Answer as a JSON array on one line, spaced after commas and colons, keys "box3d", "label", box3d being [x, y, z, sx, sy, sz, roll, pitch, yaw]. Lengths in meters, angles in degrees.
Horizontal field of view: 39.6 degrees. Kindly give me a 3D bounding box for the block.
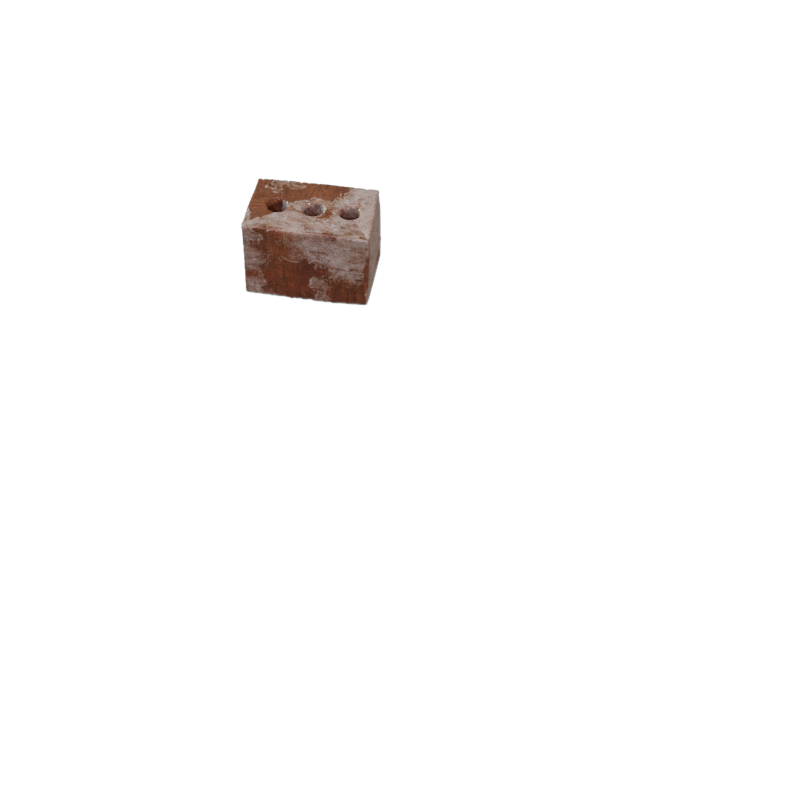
[{"box3d": [-0.053, -0.096, 0.674, 0.079, 0.048, 0.056, 6, 41, 6], "label": "block"}]
